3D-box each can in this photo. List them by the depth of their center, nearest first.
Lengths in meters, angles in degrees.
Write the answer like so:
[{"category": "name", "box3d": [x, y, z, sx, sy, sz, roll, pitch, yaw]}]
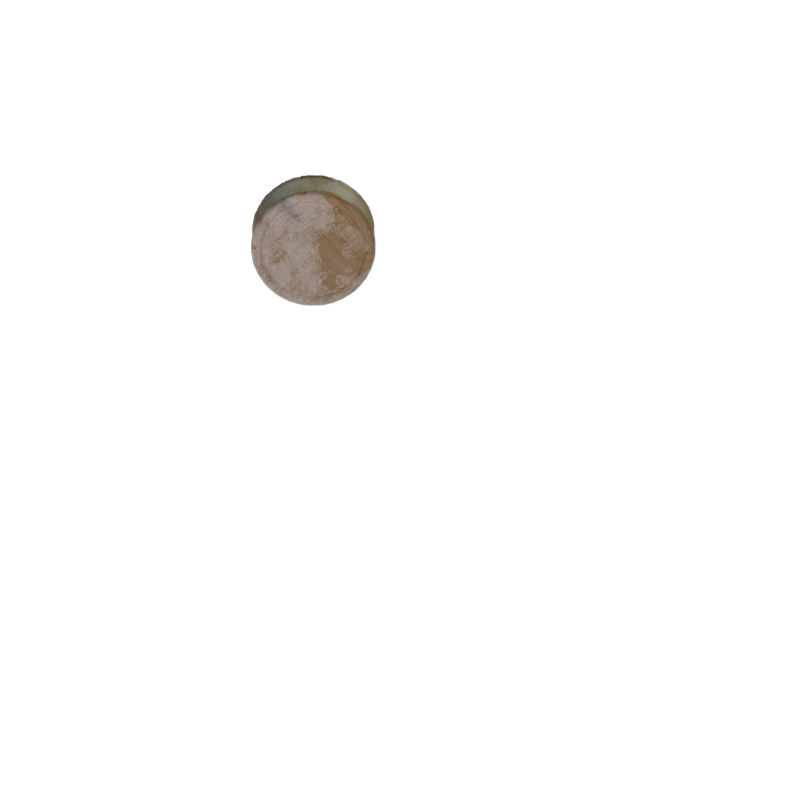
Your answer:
[{"category": "can", "box3d": [-0.059, -0.108, 0.758, 0.086, 0.081, 0.035, 1, 25, -1]}]
